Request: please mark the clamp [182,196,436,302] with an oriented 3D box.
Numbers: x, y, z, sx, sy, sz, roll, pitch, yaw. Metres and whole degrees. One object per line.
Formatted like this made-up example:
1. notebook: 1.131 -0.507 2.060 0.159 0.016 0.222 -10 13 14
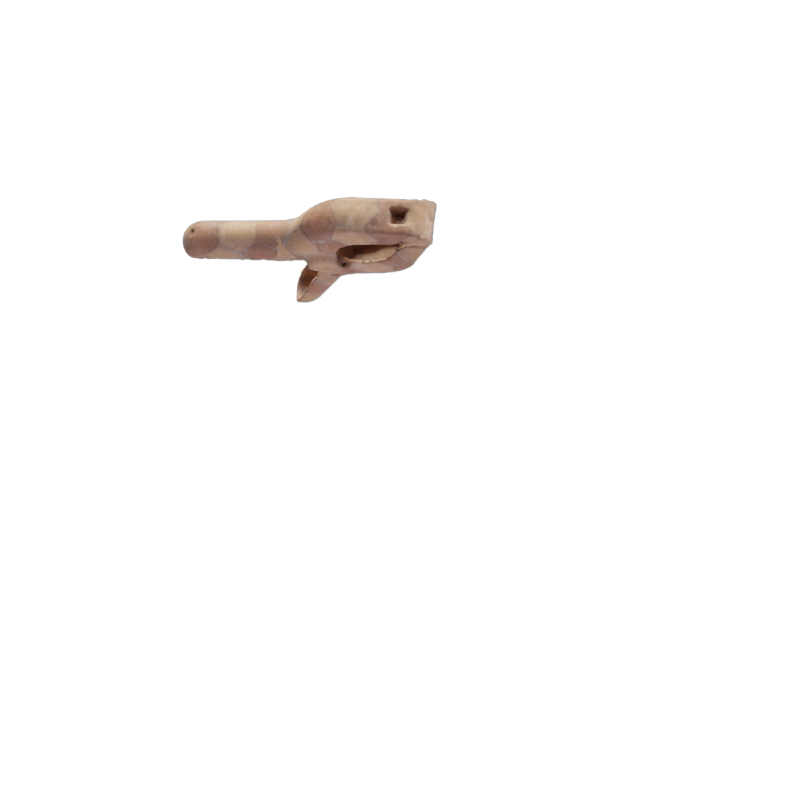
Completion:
1. clamp: -0.055 -0.101 0.709 0.114 0.041 0.174 10 -16 -39
